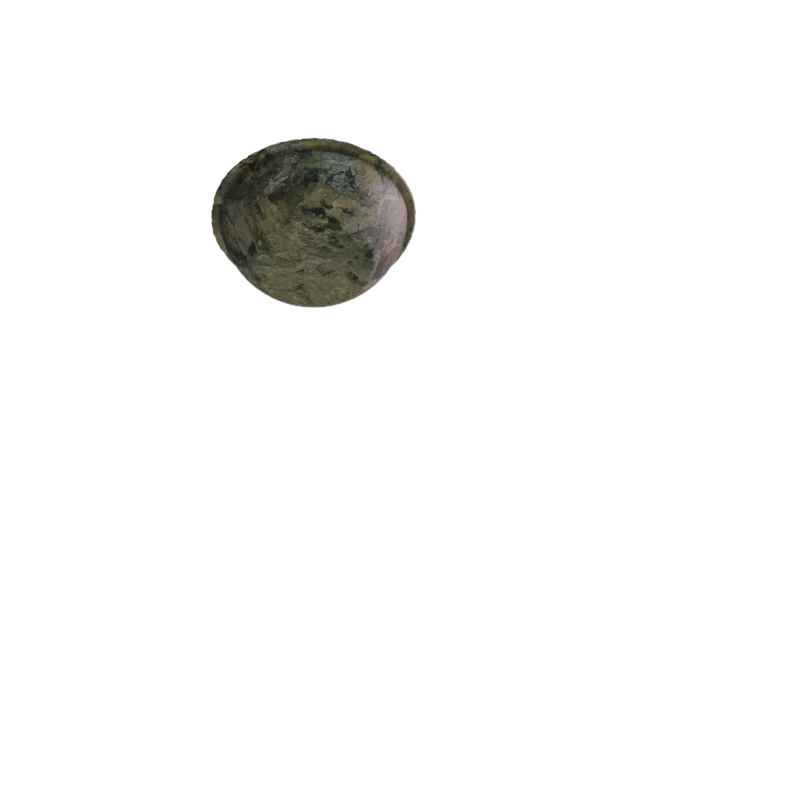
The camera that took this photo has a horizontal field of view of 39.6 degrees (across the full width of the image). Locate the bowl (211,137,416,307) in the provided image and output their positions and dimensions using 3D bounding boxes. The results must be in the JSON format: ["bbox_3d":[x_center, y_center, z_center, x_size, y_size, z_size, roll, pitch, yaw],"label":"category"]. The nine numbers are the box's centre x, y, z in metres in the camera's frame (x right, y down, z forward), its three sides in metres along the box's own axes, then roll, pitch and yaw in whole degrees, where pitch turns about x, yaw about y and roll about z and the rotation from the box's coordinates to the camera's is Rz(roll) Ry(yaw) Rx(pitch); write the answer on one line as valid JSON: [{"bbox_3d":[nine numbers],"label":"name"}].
[{"bbox_3d":[-0.067,-0.122,0.855,0.162,0.059,0.151,1,-44,-1],"label":"bowl"}]
